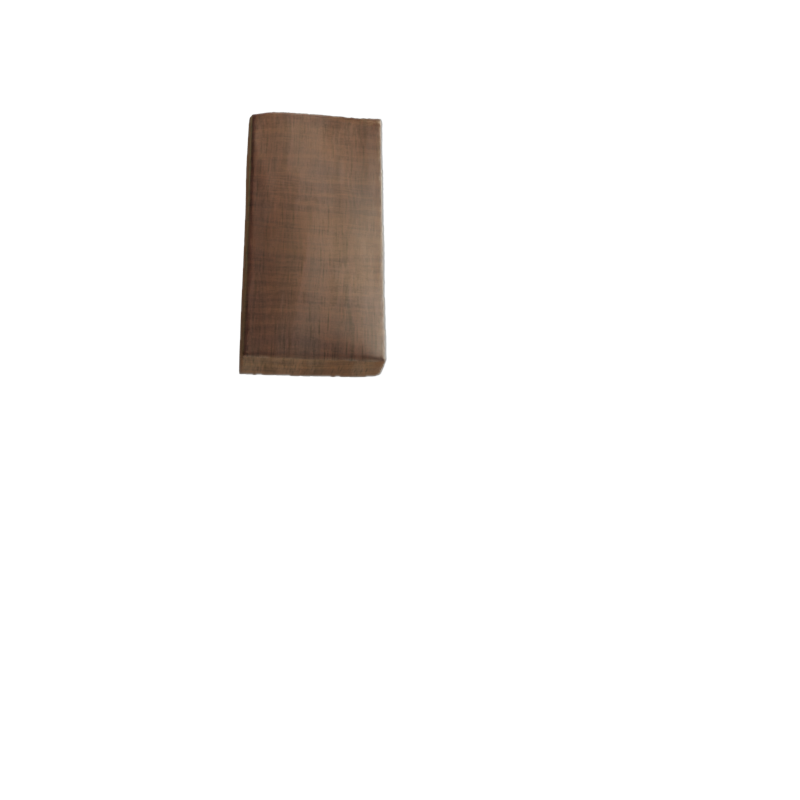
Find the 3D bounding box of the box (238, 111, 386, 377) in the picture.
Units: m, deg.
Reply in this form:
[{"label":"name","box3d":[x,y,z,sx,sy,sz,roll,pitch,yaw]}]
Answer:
[{"label":"box","box3d":[-0.058,-0.105,0.733,0.092,0.185,0.046,1,-21,-7]}]
